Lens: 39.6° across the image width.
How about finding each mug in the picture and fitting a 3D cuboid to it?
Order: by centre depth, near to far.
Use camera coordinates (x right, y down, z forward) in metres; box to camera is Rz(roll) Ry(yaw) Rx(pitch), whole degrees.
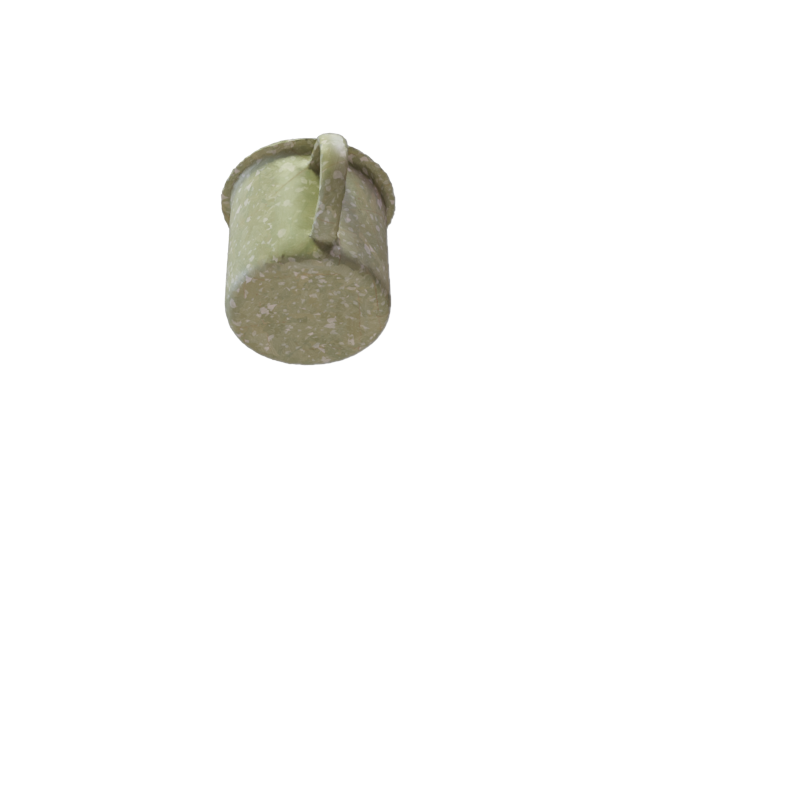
[{"bbox_3d":[-0.044,-0.079,0.556,0.091,0.087,0.111,9,-42,-13],"label":"mug"}]
